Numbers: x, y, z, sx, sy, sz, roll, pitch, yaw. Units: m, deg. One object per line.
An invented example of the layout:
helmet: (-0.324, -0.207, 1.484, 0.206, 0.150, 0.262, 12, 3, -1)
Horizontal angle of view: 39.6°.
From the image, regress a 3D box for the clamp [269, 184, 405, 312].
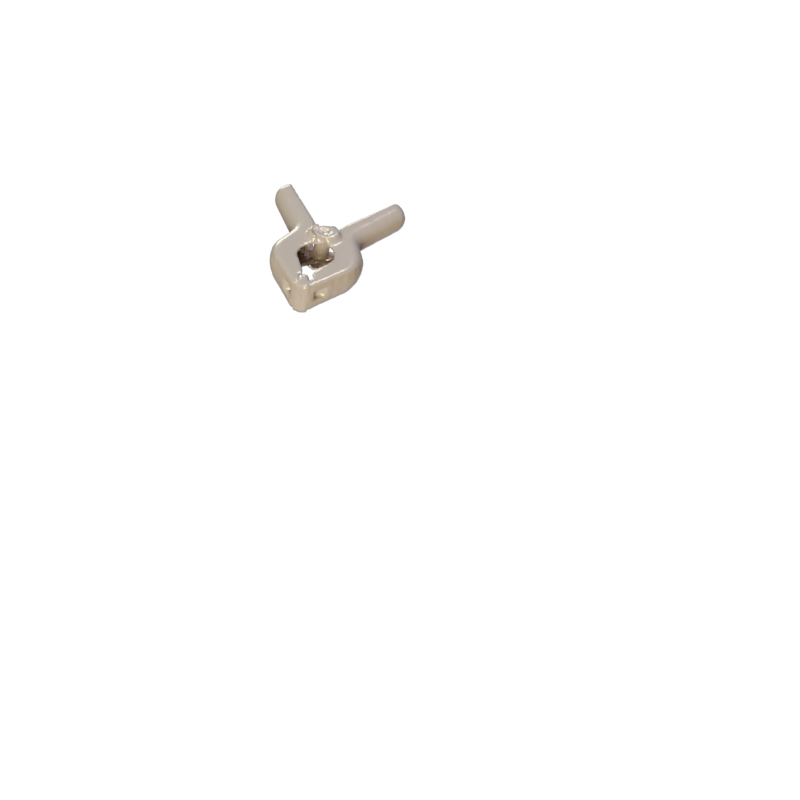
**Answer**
clamp: (-0.076, -0.138, 0.967, 0.124, 0.037, 0.177, 11, 35, 16)
